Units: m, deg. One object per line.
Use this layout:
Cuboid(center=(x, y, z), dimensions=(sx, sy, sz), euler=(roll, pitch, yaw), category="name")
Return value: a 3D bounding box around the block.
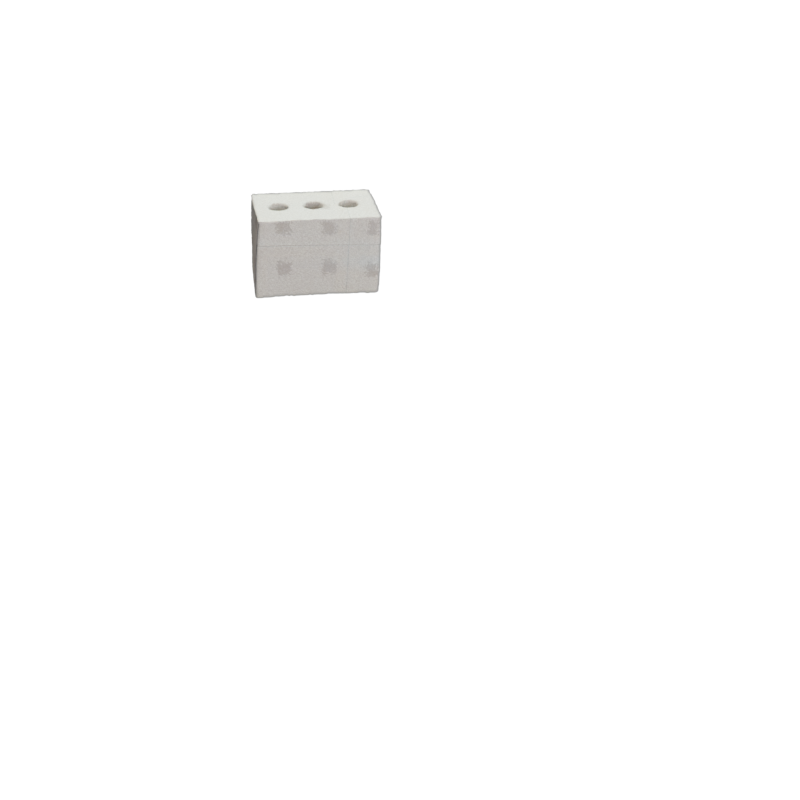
Cuboid(center=(-0.054, -0.099, 0.696), dimensions=(0.077, 0.048, 0.056), euler=(-4, 28, -8), category="block")
